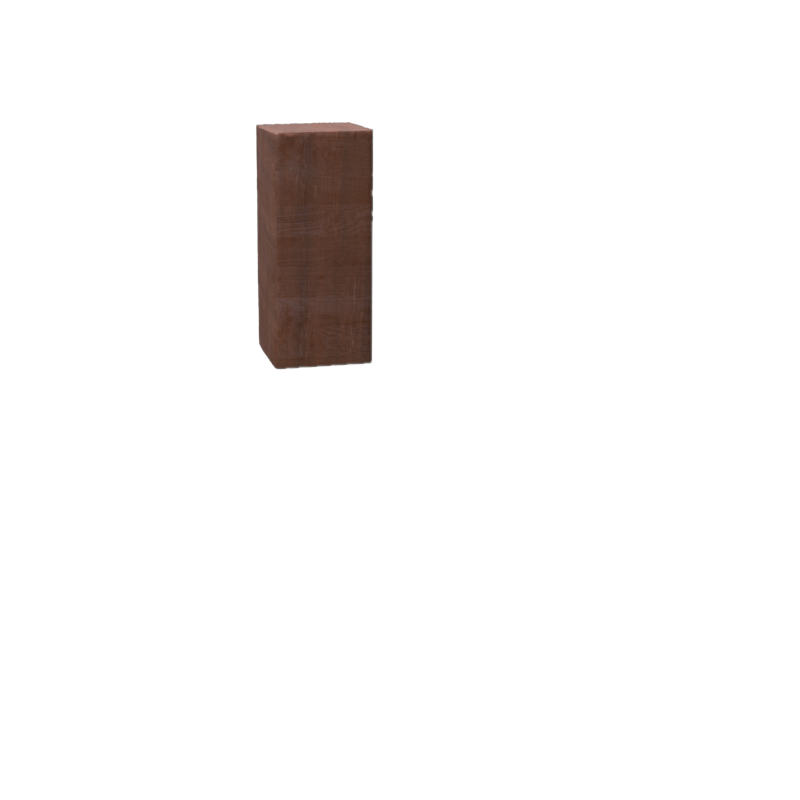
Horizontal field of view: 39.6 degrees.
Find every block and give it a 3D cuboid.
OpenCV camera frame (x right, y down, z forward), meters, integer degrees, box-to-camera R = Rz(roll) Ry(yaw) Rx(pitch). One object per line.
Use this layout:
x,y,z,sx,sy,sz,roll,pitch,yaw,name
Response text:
-0.078,-0.141,0.991,0.089,0.201,0.094,-2,13,-14,block
